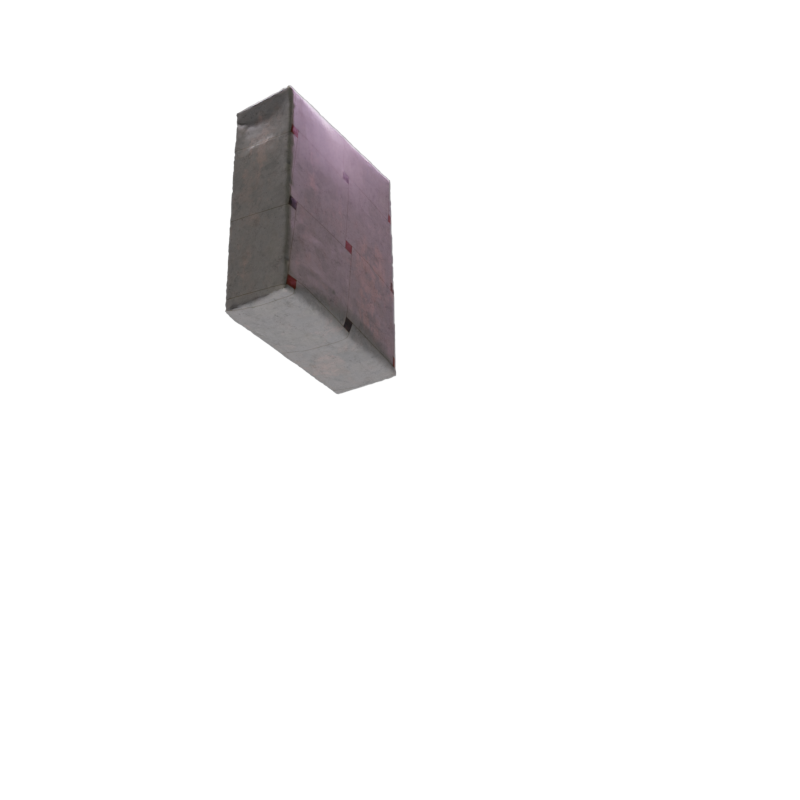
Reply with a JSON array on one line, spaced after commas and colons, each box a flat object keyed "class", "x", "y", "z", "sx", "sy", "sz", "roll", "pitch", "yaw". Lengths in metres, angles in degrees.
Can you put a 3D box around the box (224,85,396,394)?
[{"class": "box", "x": -0.075, "y": -0.137, "z": 0.958, "sx": 0.072, "sy": 0.228, "sz": 0.152, "roll": -22, "pitch": -37, "yaw": 27}]
